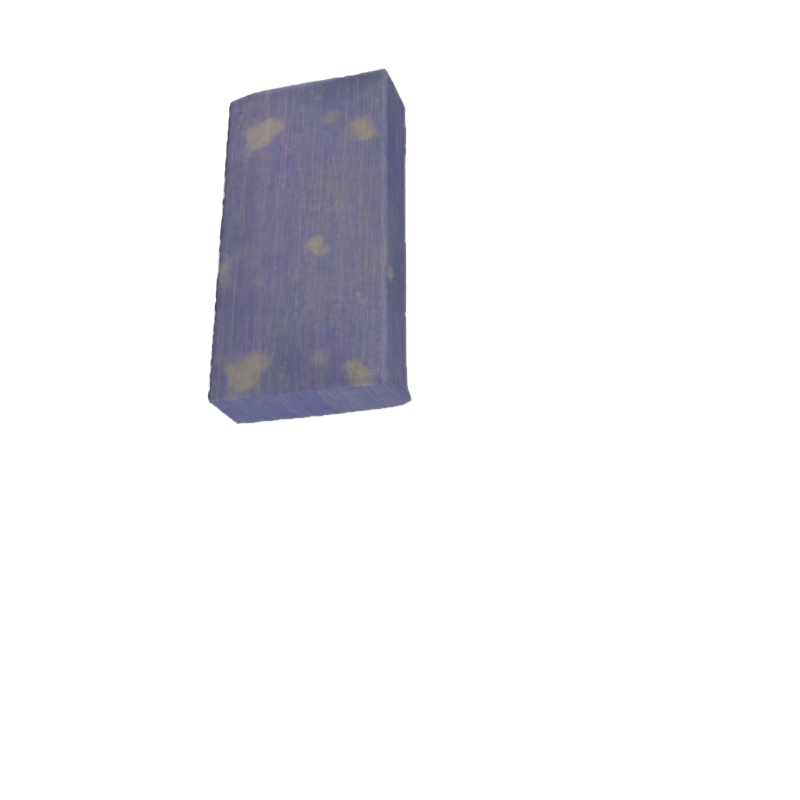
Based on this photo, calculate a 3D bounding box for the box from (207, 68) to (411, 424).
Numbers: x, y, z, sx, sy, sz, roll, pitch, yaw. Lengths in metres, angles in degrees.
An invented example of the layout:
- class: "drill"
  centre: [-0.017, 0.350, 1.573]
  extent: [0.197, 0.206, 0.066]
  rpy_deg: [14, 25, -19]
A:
- class: "box"
  centre: [-0.045, -0.081, 0.569]
  extent: [0.095, 0.186, 0.045]
  rpy_deg: [-9, -25, 16]
